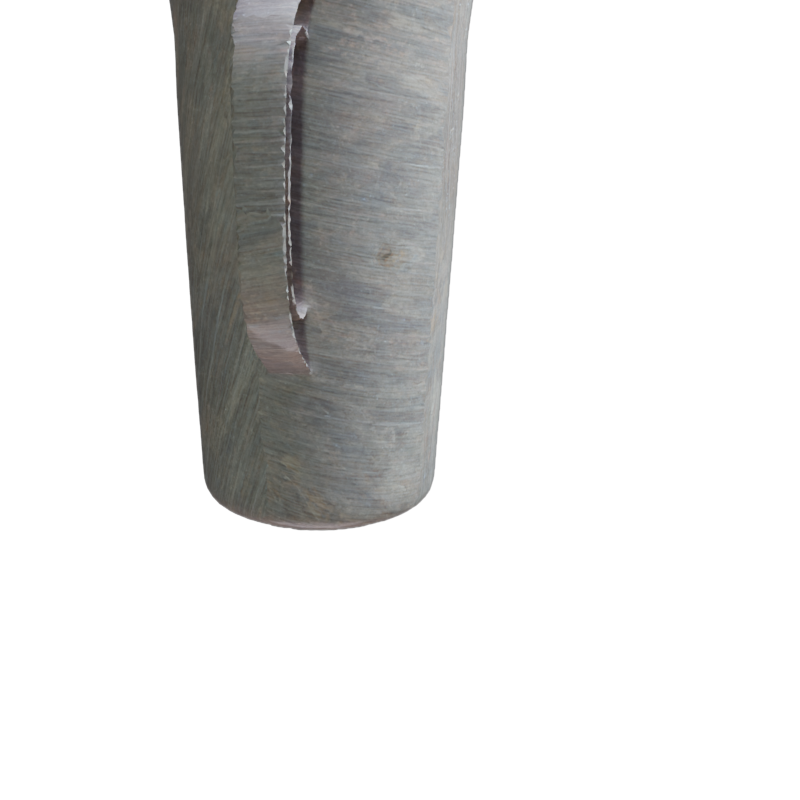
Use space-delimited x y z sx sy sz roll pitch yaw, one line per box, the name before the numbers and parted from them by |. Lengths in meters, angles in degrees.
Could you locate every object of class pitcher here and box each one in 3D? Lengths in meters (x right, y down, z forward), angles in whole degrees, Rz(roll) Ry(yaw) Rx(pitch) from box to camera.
pitcher | -0.038 -0.070 0.491 0.145 0.237 0.153 -8 14 -35
